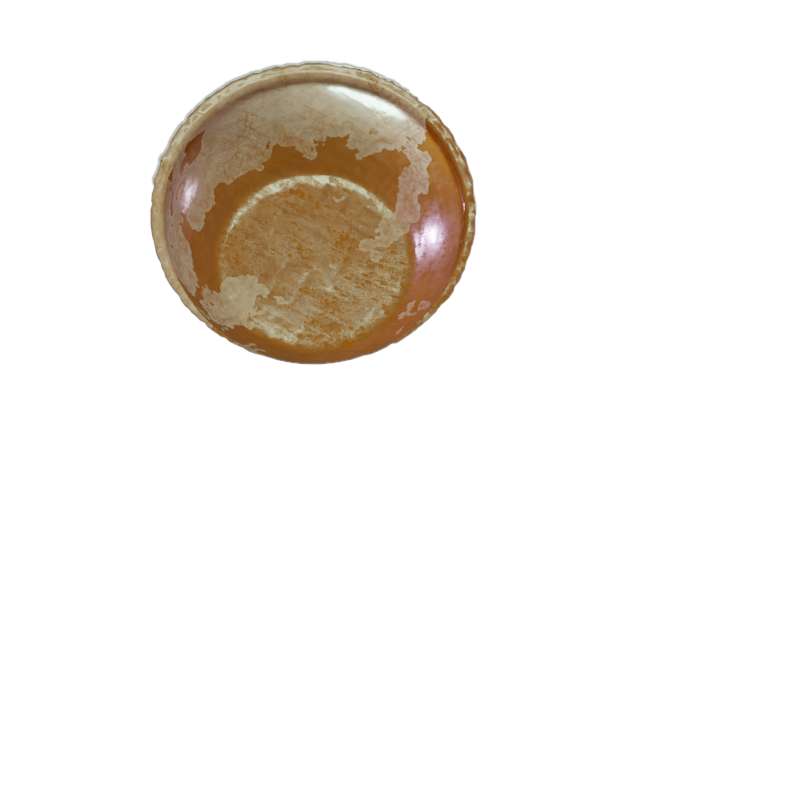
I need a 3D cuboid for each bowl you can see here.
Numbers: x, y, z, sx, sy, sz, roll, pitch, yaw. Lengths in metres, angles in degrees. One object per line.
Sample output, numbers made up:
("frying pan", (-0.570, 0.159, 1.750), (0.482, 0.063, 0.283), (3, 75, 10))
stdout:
("bowl", (-0.041, -0.075, 0.527), (0.162, 0.153, 0.058), (1, 26, -1))
